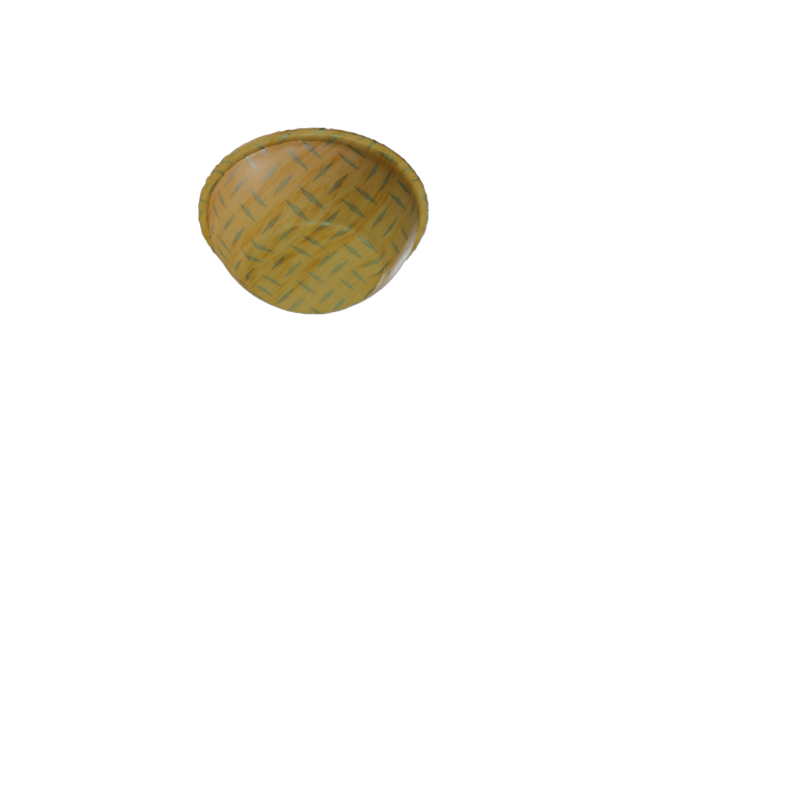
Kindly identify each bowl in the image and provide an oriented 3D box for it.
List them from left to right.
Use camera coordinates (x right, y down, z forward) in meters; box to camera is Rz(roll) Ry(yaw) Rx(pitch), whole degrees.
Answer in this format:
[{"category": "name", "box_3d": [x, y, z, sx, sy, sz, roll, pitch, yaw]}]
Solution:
[{"category": "bowl", "box_3d": [-0.059, -0.108, 0.759, 0.162, 0.059, 0.151, 1, -40, -1]}]
